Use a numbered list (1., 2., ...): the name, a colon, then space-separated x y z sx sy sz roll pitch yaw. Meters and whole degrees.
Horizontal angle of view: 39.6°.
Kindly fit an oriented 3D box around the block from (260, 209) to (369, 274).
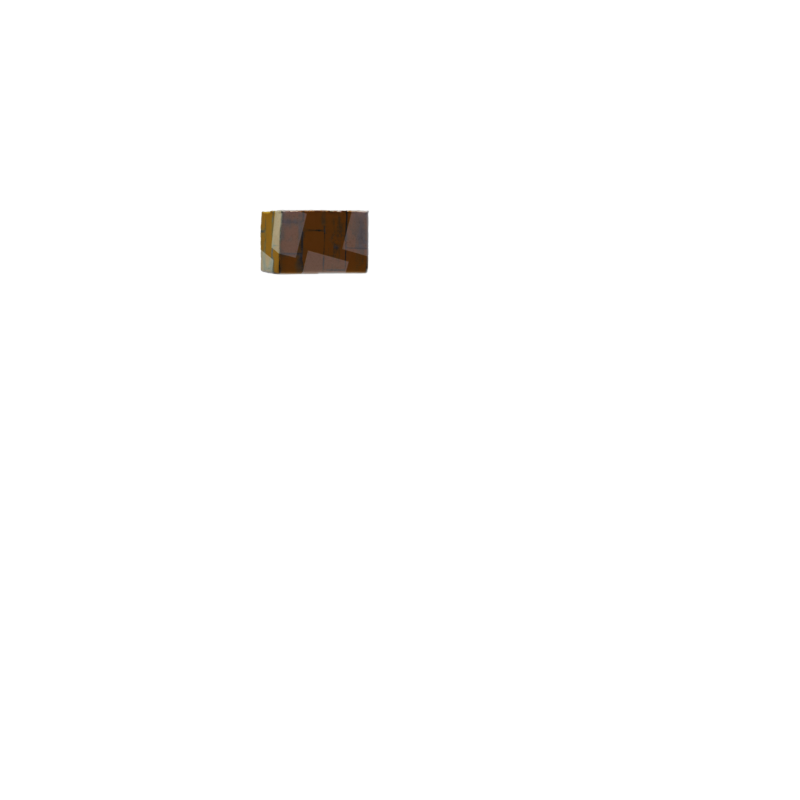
1. block: -0.071 -0.129 0.906 0.076 0.051 0.055 -3 6 -23
